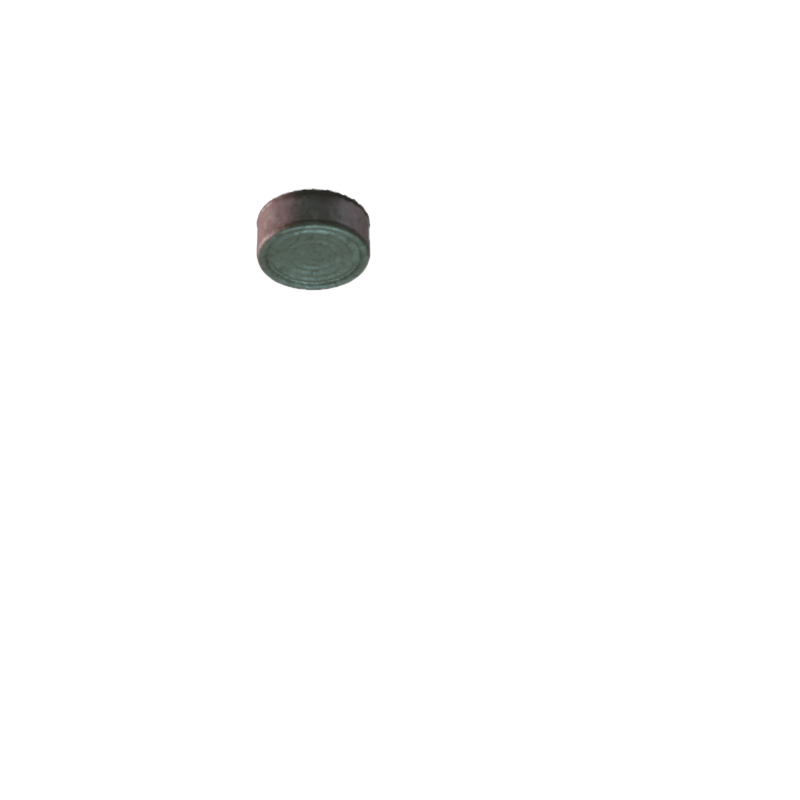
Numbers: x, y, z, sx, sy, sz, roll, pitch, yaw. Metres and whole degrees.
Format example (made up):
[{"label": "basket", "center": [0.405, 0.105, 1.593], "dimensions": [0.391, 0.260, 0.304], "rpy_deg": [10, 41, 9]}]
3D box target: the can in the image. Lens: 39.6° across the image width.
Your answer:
[{"label": "can", "center": [-0.065, -0.118, 0.828], "dimensions": [0.086, 0.036, 0.080], "rpy_deg": [1, -32, -2]}]
